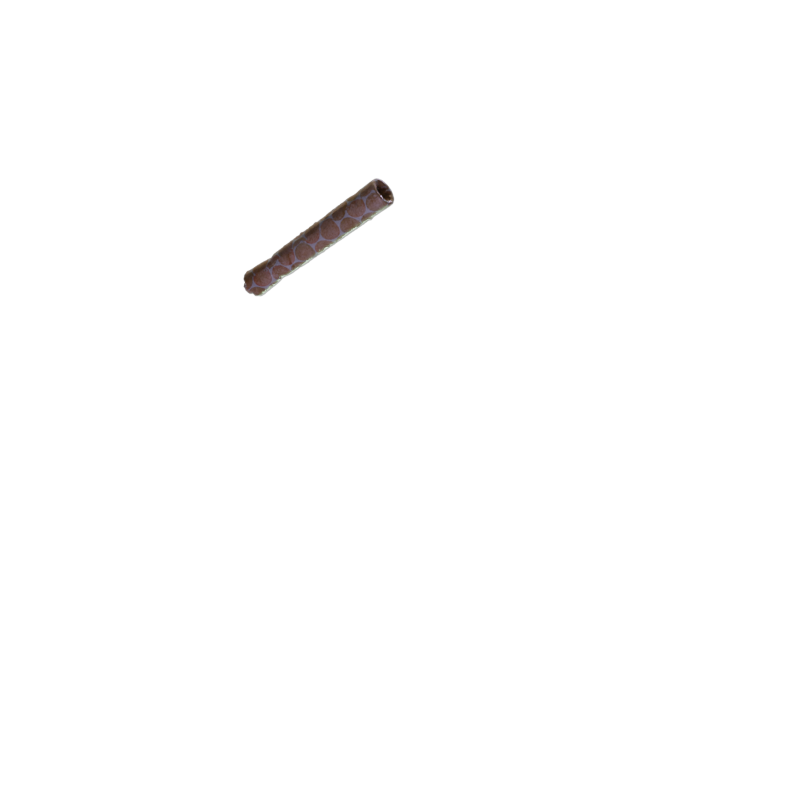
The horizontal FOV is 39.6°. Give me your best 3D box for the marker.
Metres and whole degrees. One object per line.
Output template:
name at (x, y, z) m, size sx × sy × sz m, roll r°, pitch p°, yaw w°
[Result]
marker at (-0.054, -0.098, 0.688) m, size 0.120 × 0.021 × 0.019 m, roll -30°, pitch -14°, yaw 32°
